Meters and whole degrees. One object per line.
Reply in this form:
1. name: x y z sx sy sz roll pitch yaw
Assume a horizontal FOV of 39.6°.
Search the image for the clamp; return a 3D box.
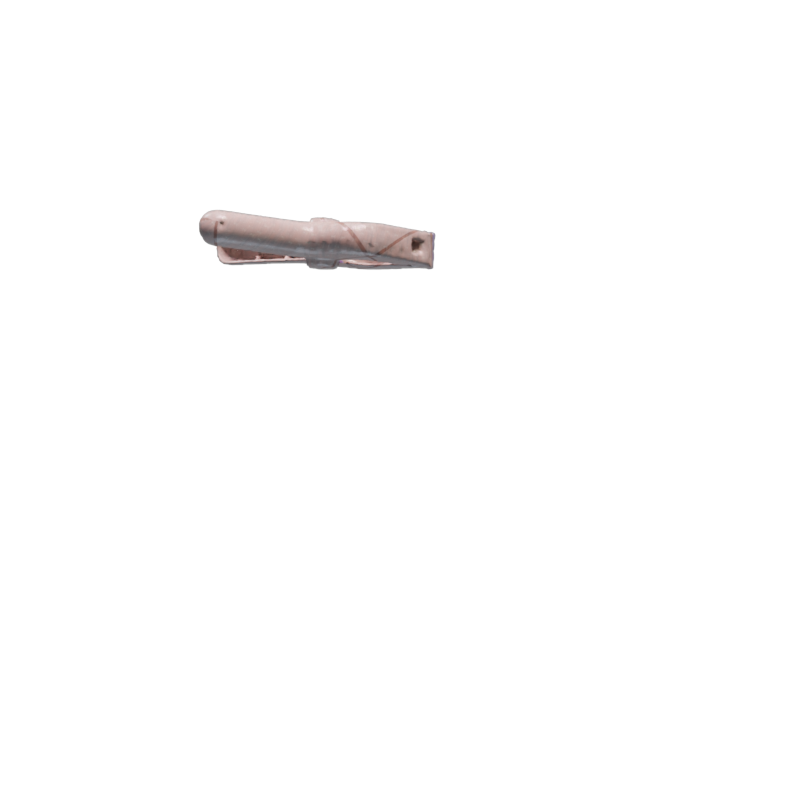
1. clamp: -0.063 -0.114 0.799 0.174 0.039 0.119 1 4 9
